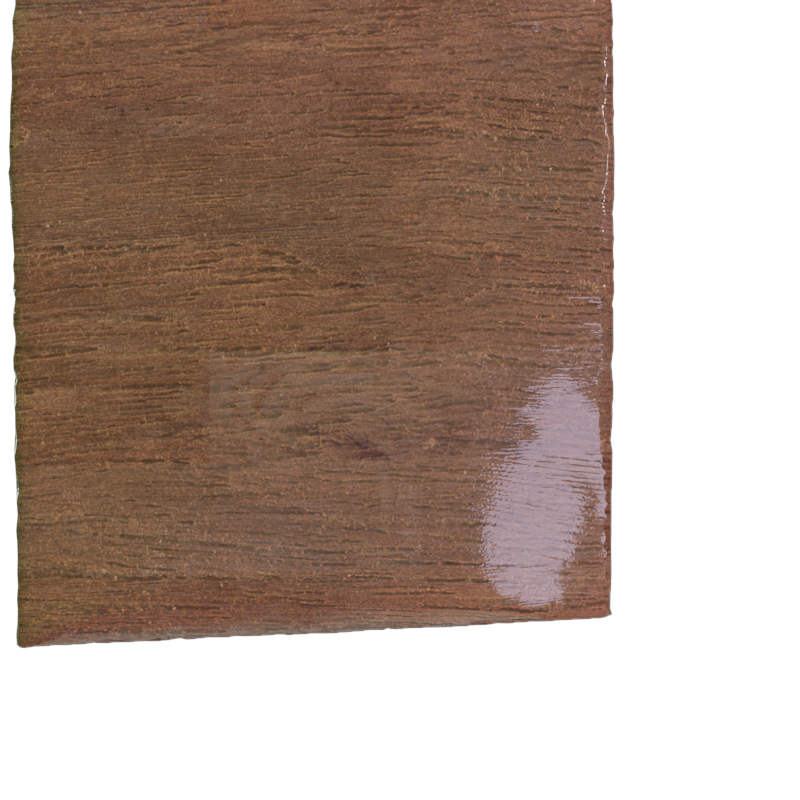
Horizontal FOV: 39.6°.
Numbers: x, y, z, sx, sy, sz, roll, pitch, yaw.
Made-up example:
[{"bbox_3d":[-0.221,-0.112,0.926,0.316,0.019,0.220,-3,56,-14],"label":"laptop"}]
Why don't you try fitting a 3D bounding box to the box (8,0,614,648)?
[{"bbox_3d":[-0.025,-0.046,0.321,0.163,0.213,0.073,0,2,-6],"label":"box"}]
